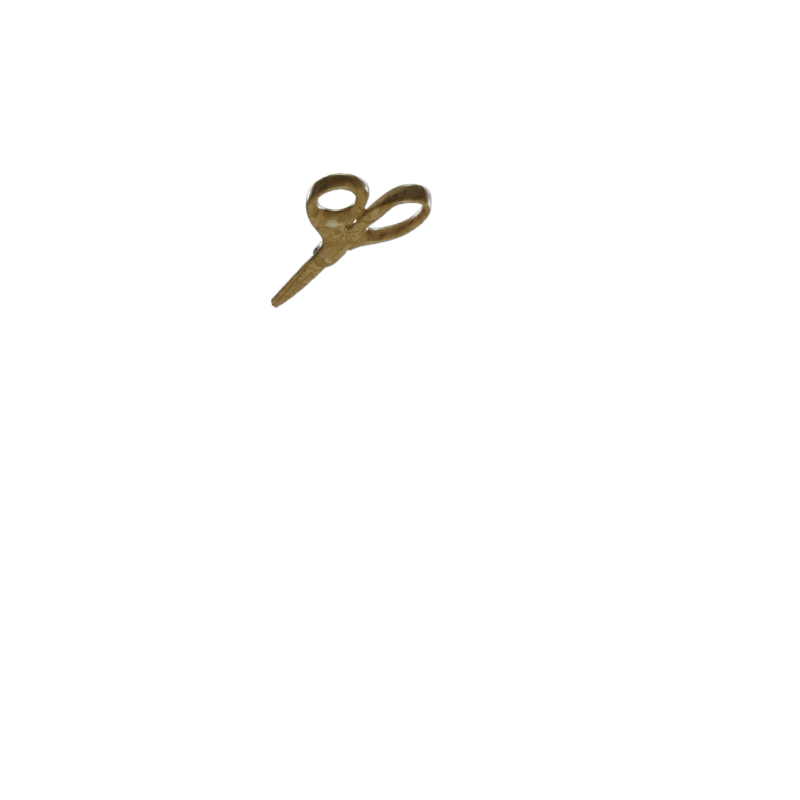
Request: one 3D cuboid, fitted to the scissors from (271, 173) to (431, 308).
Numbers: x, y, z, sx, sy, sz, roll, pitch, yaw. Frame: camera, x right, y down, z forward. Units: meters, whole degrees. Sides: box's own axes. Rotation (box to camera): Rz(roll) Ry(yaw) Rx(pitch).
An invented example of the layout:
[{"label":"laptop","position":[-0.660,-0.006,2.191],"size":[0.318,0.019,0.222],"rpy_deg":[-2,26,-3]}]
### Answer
[{"label":"scissors","position":[-0.065,-0.118,0.824],"size":[0.090,0.017,0.202],"rpy_deg":[22,-32,-40]}]
